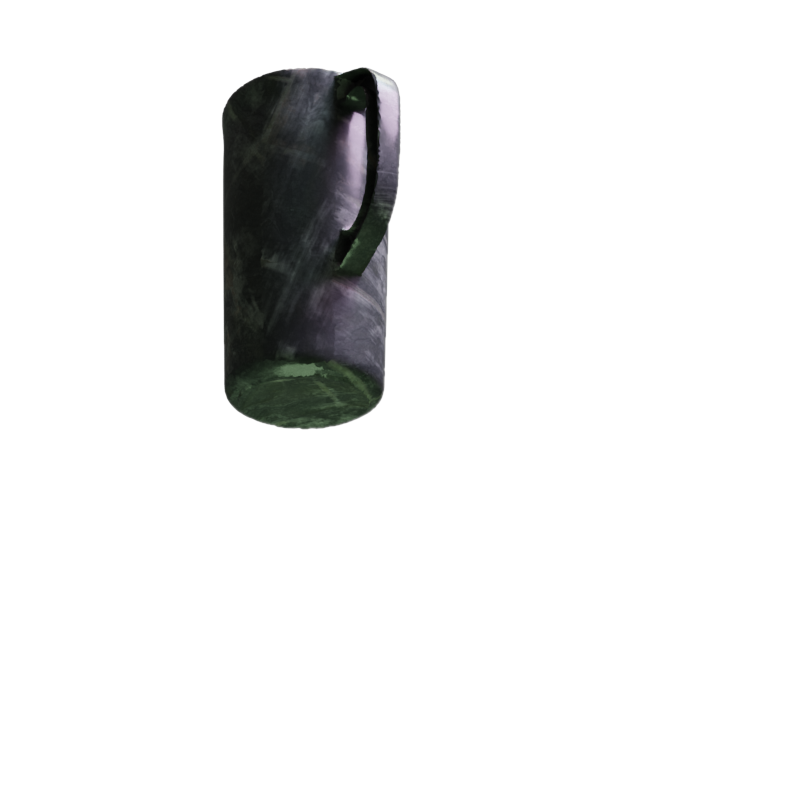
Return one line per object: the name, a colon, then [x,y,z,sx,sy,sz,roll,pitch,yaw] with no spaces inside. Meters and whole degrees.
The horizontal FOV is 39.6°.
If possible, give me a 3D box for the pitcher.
pitcher: [-0.062,-0.113,0.793,0.146,0.259,0.139,-6,-29,7]
